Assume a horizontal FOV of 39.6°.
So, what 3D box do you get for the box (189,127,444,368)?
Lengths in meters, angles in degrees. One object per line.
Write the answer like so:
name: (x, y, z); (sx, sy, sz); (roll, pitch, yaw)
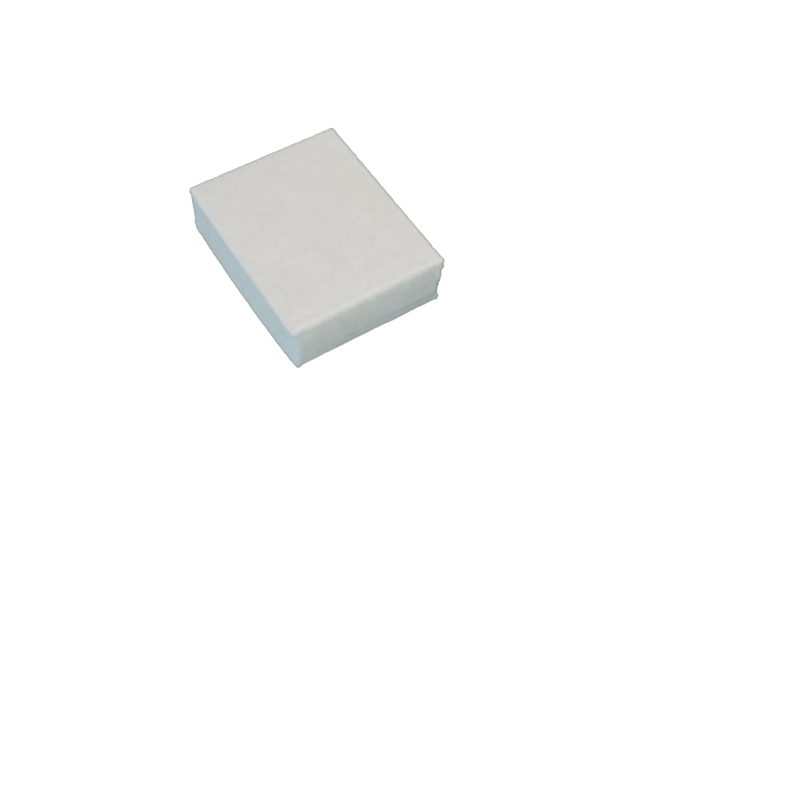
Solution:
box: (-0.046, -0.083, 0.581); (0.090, 0.122, 0.036); (-27, -30, -17)
